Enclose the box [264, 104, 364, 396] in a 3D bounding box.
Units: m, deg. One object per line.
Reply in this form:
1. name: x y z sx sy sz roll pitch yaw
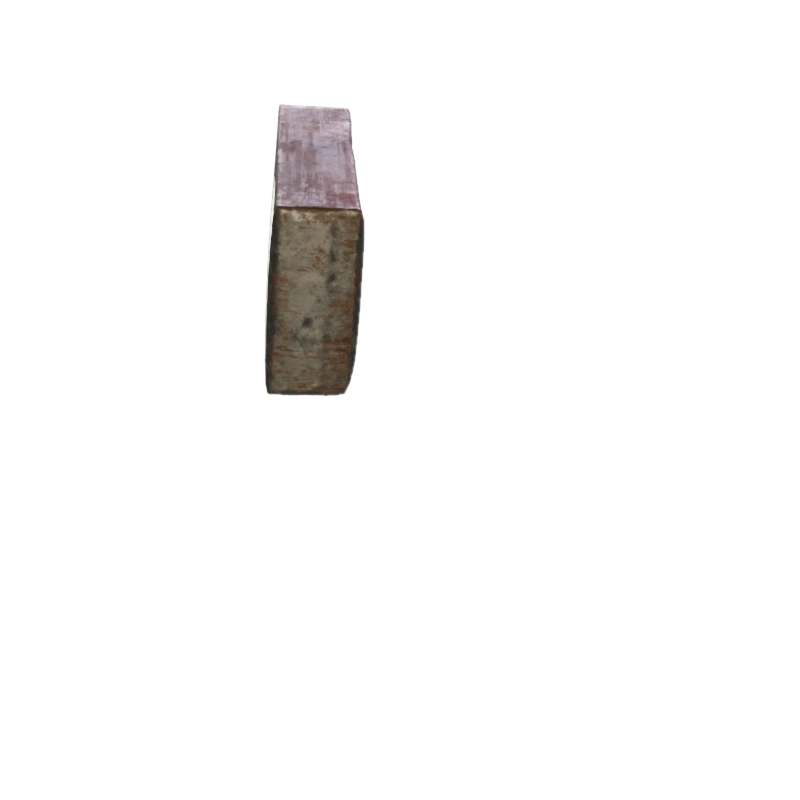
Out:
1. box: -0.071 -0.130 0.912 0.071 0.155 0.228 2 31 -6
